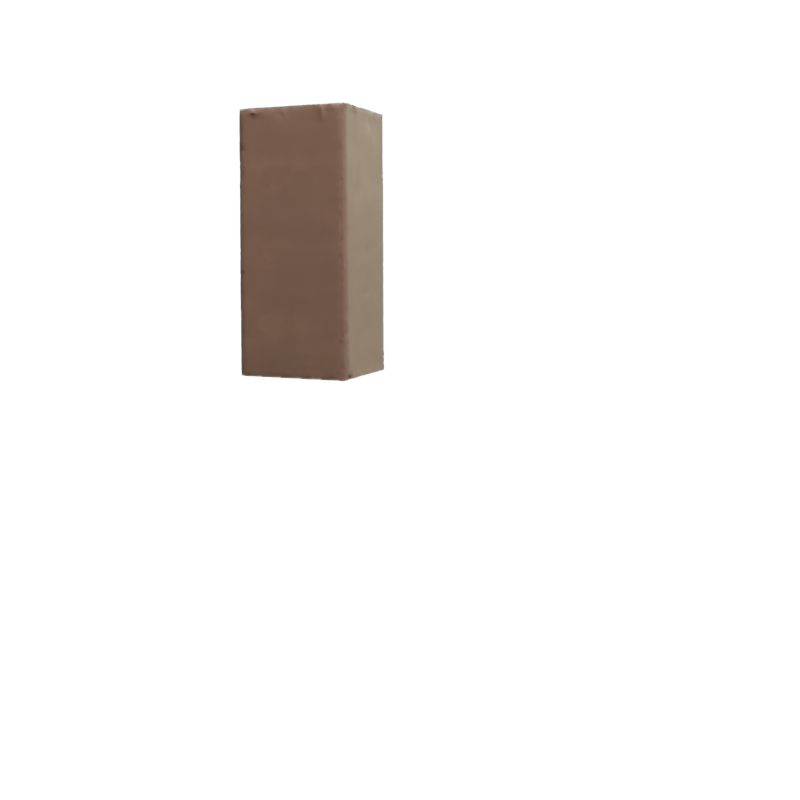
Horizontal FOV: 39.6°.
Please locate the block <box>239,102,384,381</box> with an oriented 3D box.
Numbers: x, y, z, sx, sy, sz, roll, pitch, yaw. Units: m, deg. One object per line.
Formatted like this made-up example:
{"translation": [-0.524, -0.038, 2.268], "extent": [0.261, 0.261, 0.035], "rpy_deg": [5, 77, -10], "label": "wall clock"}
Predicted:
{"translation": [-0.069, -0.125, 0.875], "extent": [0.093, 0.206, 0.088], "rpy_deg": [1, 1, 21], "label": "block"}
